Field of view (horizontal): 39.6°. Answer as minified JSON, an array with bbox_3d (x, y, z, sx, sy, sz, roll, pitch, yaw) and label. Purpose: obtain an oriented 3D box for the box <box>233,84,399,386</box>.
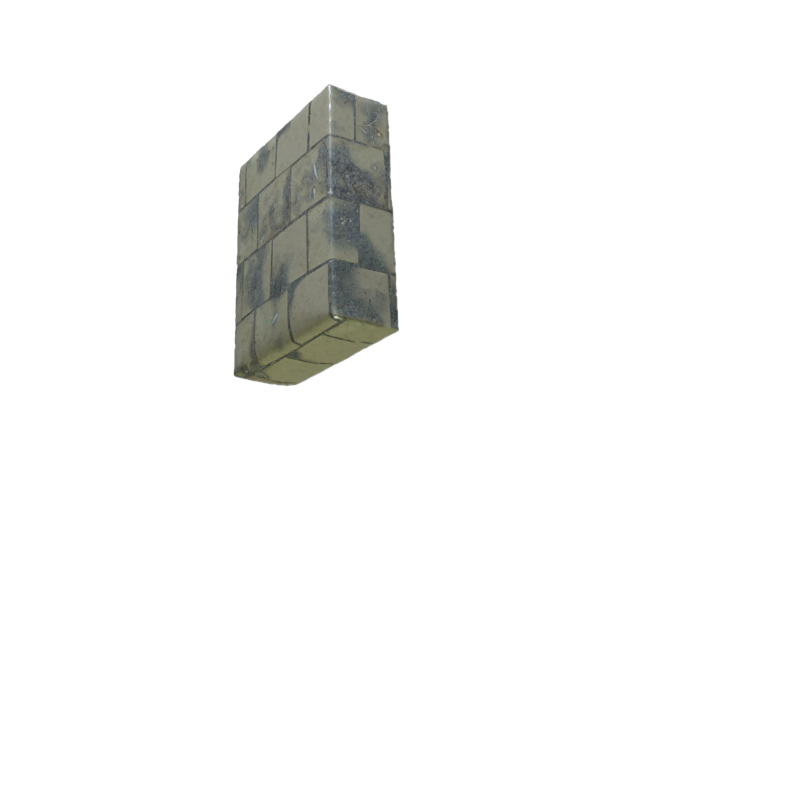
[{"bbox_3d":[-0.075,-0.137,0.958,0.068,0.226,0.163,15,-28,-32],"label":"box"}]
